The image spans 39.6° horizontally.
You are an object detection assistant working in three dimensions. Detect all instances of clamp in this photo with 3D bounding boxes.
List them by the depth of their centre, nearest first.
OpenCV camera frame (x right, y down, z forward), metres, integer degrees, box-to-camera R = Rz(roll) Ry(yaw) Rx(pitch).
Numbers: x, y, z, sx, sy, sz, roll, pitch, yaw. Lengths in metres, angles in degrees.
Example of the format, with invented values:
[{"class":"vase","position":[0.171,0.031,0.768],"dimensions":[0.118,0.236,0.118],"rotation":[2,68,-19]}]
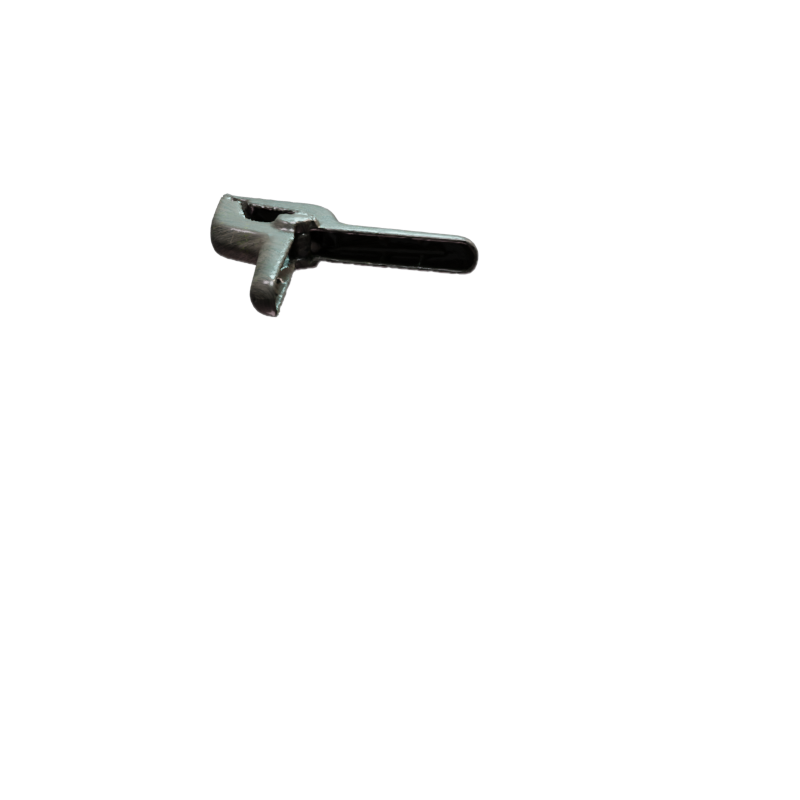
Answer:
[{"class":"clamp","position":[-0.060,-0.109,0.765],"dimensions":[0.161,0.035,0.224],"rotation":[-11,25,-25]}]
